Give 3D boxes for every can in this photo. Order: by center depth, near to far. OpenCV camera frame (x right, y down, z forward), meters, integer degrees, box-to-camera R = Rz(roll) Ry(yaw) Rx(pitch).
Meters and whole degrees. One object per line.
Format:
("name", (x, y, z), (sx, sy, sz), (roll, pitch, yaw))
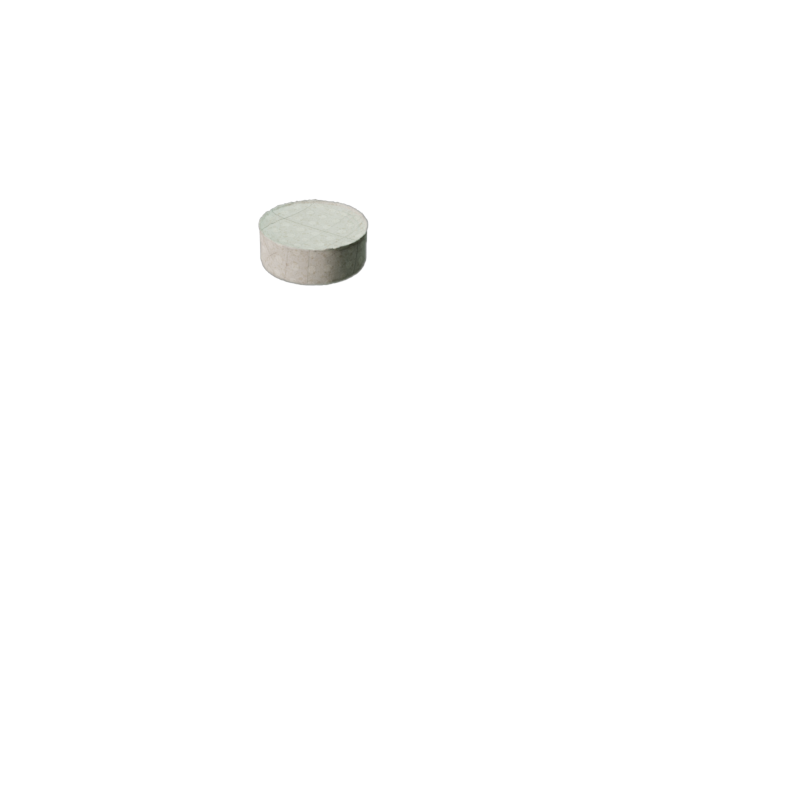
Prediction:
("can", (-0.068, -0.124, 0.871), (0.086, 0.031, 0.091), (-1, 34, -2))
